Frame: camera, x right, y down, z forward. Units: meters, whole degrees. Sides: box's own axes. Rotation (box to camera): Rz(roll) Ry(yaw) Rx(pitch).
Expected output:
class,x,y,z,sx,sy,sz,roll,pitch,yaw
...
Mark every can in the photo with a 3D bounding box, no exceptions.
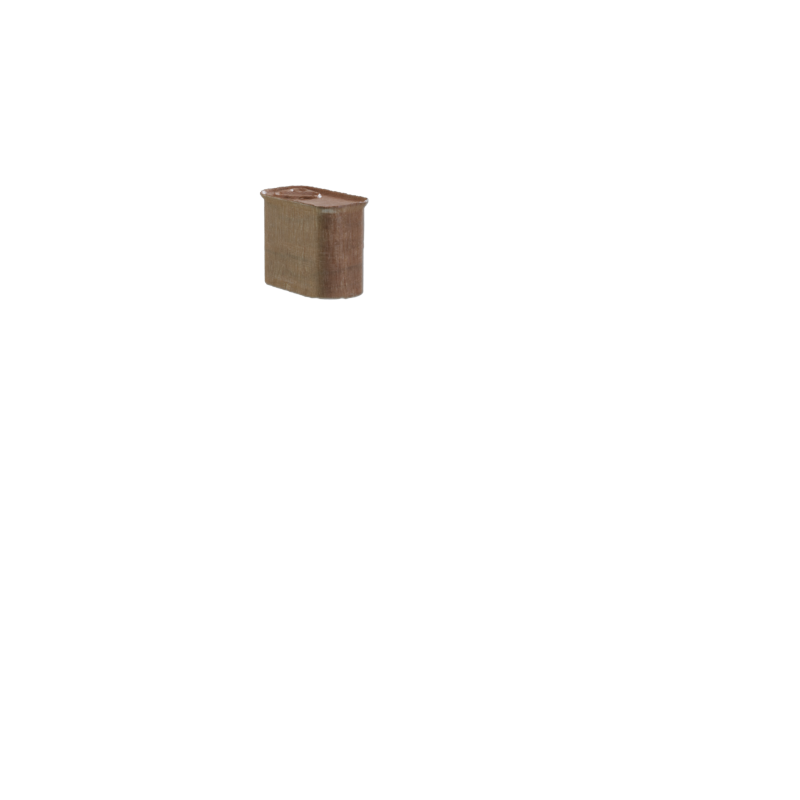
class,x,y,z,sx,sy,sz,roll,pitch,yaw
can,-0.076,-0.138,0.969,0.056,0.081,0.108,-13,23,-41
